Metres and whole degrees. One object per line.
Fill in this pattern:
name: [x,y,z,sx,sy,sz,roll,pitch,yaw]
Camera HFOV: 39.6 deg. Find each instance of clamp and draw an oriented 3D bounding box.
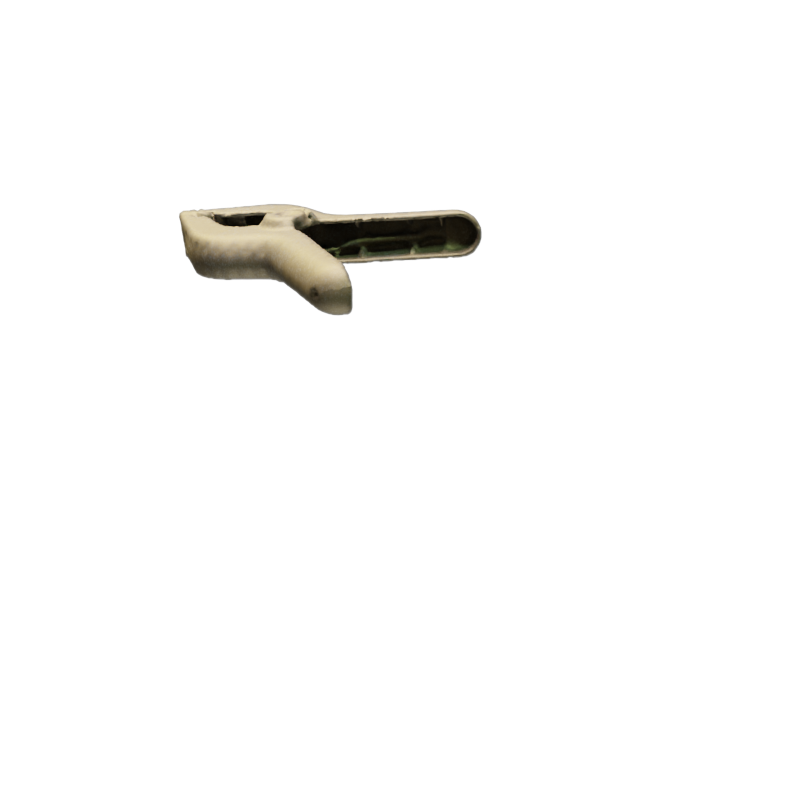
clamp: [-0.046,-0.084,0.590,0.118,0.038,0.182,-17,26,-39]
